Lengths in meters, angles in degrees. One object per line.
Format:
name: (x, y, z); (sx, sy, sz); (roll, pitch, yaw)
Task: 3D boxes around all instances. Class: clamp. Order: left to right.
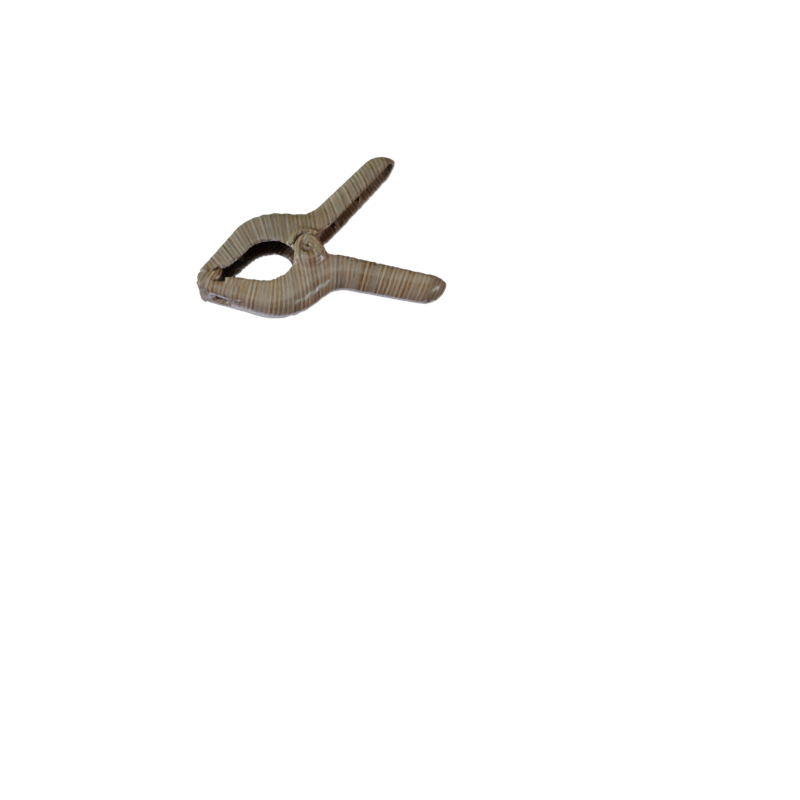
clamp: (-0.062, -0.113, 0.792); (0.170, 0.129, 0.037); (-8, -32, -6)
